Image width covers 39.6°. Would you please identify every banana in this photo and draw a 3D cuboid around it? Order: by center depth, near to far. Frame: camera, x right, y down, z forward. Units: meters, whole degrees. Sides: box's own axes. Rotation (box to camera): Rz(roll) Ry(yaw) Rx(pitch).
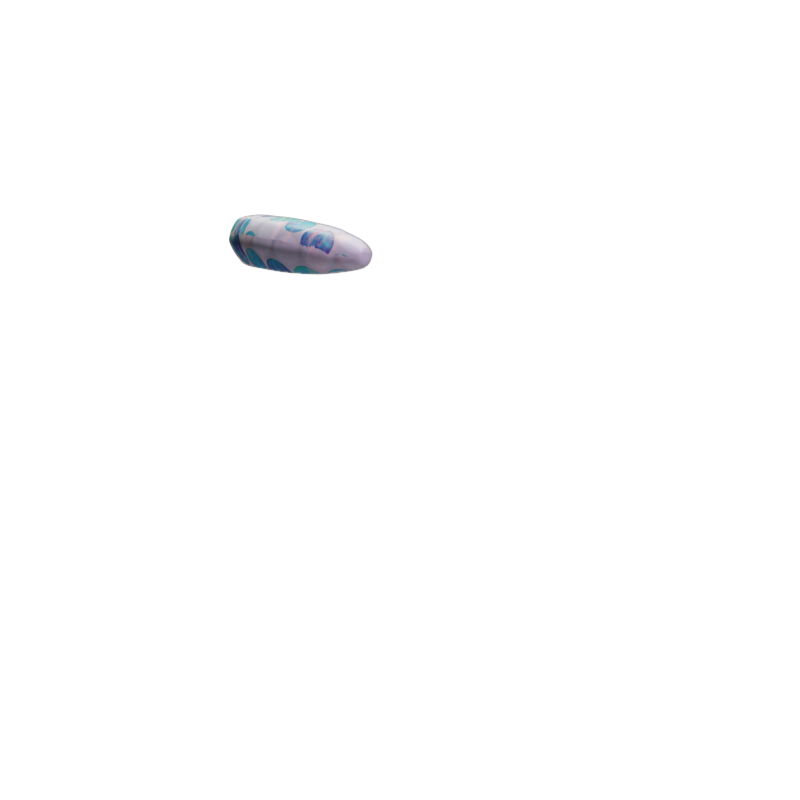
[{"bbox_3d":[-0.078,-0.108,0.758,0.068,0.036,0.204,-3,10,-17],"label":"banana"}]
